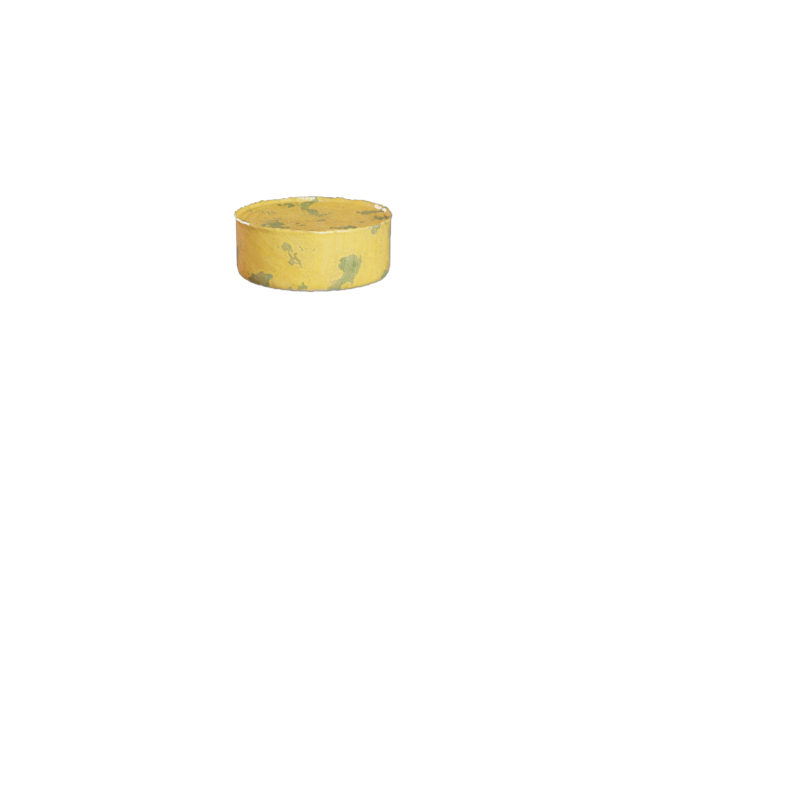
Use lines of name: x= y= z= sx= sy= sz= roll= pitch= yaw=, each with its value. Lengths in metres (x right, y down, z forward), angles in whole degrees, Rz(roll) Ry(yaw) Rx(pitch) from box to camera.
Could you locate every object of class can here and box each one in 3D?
can: x=-0.047 y=-0.086 z=0.605 sx=0.086 sy=0.032 sz=0.090 roll=-1 pitch=21 yaw=-2
